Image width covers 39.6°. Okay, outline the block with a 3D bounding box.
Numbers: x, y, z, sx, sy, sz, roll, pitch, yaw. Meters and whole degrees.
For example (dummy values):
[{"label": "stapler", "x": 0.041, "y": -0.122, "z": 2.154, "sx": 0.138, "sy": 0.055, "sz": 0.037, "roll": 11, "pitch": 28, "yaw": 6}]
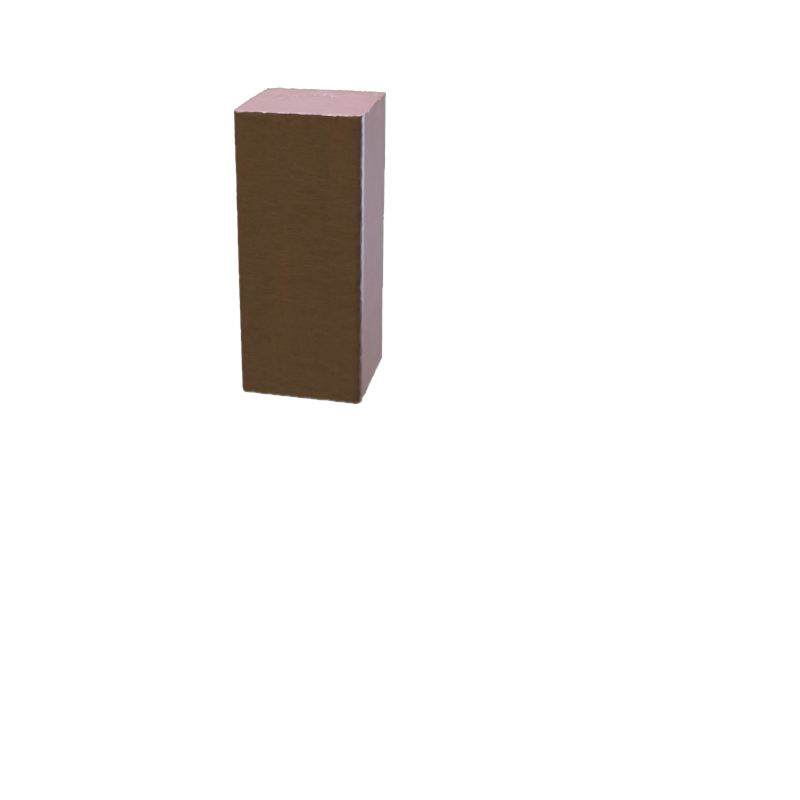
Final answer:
[{"label": "block", "x": -0.063, "y": -0.113, "z": 0.795, "sx": 0.092, "sy": 0.197, "sz": 0.093, "roll": 5, "pitch": 21, "yaw": 10}]
